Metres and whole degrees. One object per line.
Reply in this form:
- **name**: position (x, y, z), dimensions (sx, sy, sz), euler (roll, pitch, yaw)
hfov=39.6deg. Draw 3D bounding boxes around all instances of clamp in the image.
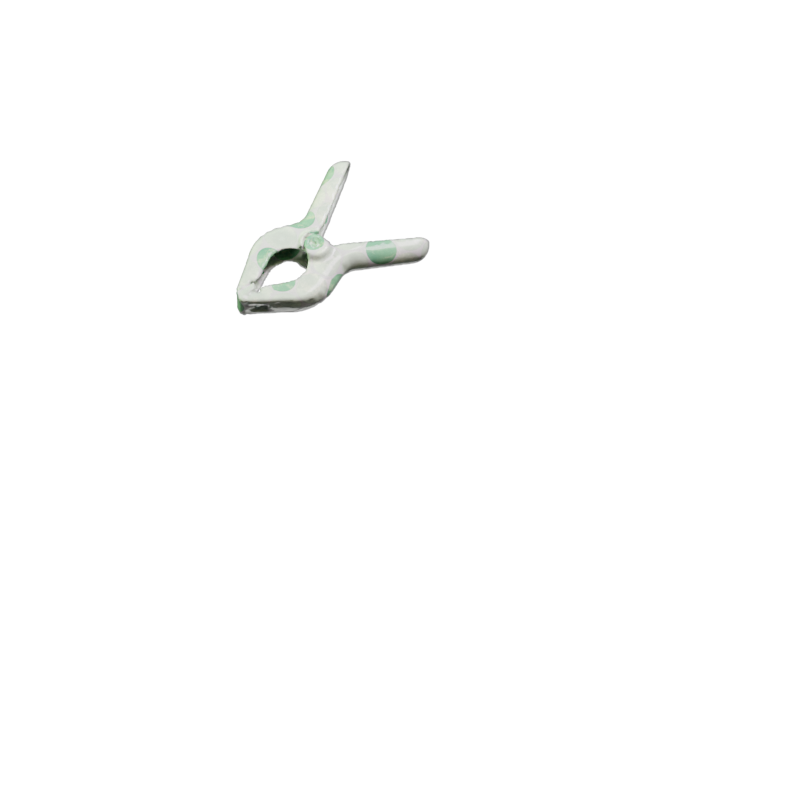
- **clamp**: position (-0.075, -0.136, 0.955), dimensions (0.171, 0.129, 0.037), euler (-27, -31, -18)
